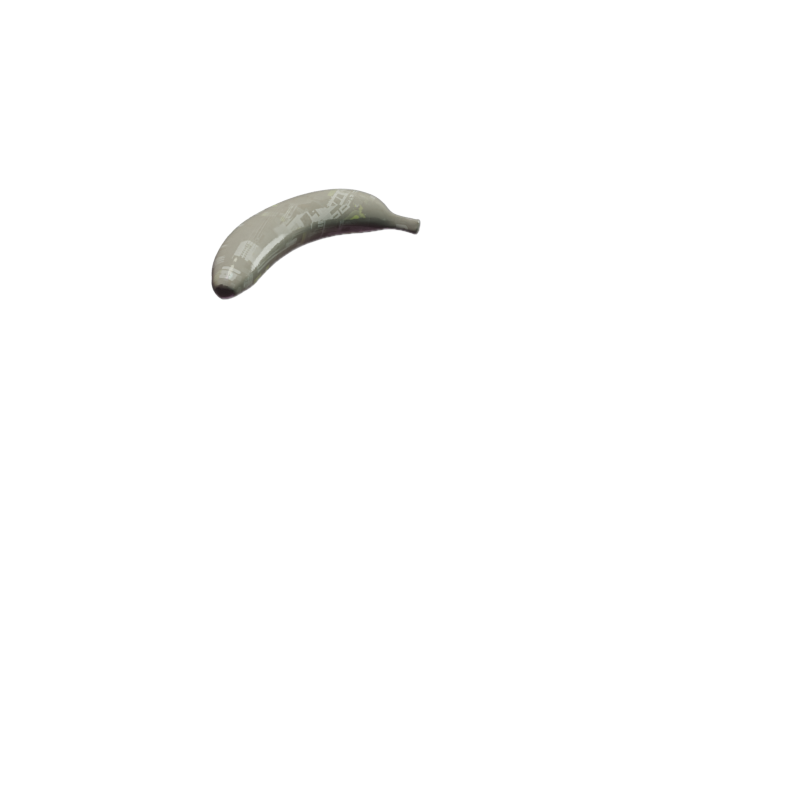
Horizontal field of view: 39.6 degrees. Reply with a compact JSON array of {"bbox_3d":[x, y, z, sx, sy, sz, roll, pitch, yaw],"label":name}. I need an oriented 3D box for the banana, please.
[{"bbox_3d":[-0.073,-0.122,0.808,0.074,0.035,0.196,25,38,37],"label":"banana"}]
